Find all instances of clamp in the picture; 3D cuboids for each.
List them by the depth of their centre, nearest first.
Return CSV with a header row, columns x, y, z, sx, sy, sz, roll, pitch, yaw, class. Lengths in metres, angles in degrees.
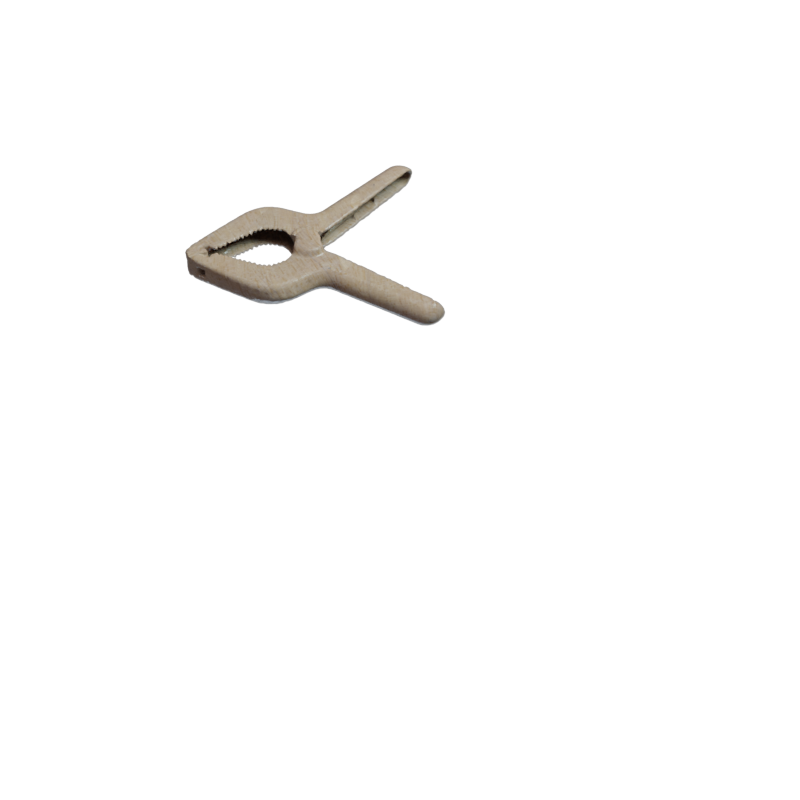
x,y,z,sx,sy,sz,roll,pitch,yaw,class
-0.073,-0.133,0.932,0.210,0.176,0.034,-1,-37,-1,clamp
